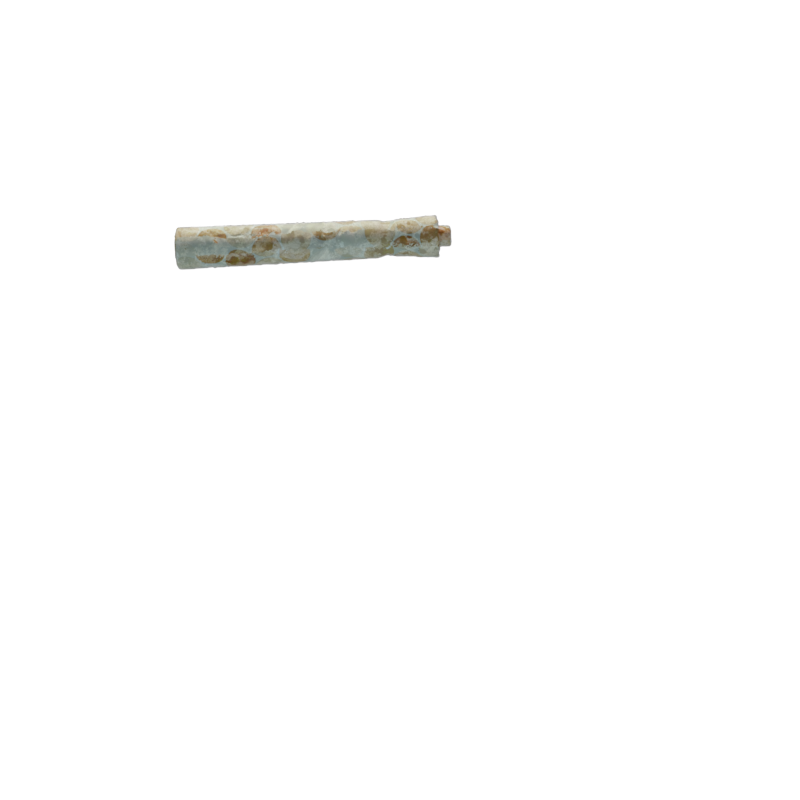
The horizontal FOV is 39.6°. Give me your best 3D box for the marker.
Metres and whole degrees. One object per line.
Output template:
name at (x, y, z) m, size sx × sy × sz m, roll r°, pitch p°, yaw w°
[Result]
marker at (-0.038, -0.070, 0.490) m, size 0.121 × 0.020 × 0.020 m, roll -2°, pitch 4°, yaw 3°
